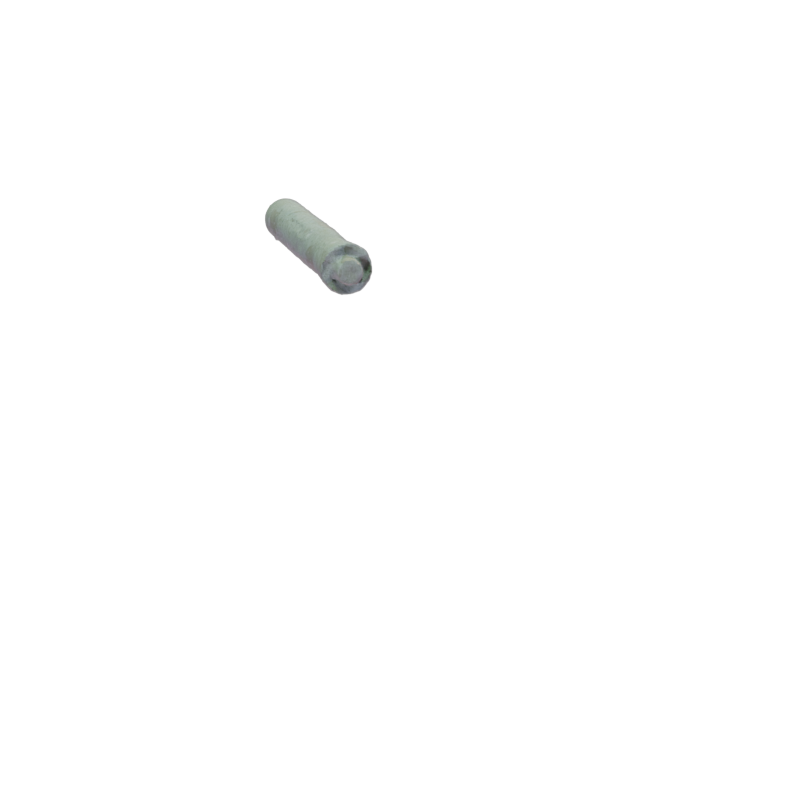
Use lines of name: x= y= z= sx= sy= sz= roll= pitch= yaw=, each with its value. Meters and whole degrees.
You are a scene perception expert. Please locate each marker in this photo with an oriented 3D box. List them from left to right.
marker: x=-0.035 y=-0.063 z=0.442 sx=0.019 sy=0.019 sz=0.127 roll=-1 pitch=18 yaw=-16
